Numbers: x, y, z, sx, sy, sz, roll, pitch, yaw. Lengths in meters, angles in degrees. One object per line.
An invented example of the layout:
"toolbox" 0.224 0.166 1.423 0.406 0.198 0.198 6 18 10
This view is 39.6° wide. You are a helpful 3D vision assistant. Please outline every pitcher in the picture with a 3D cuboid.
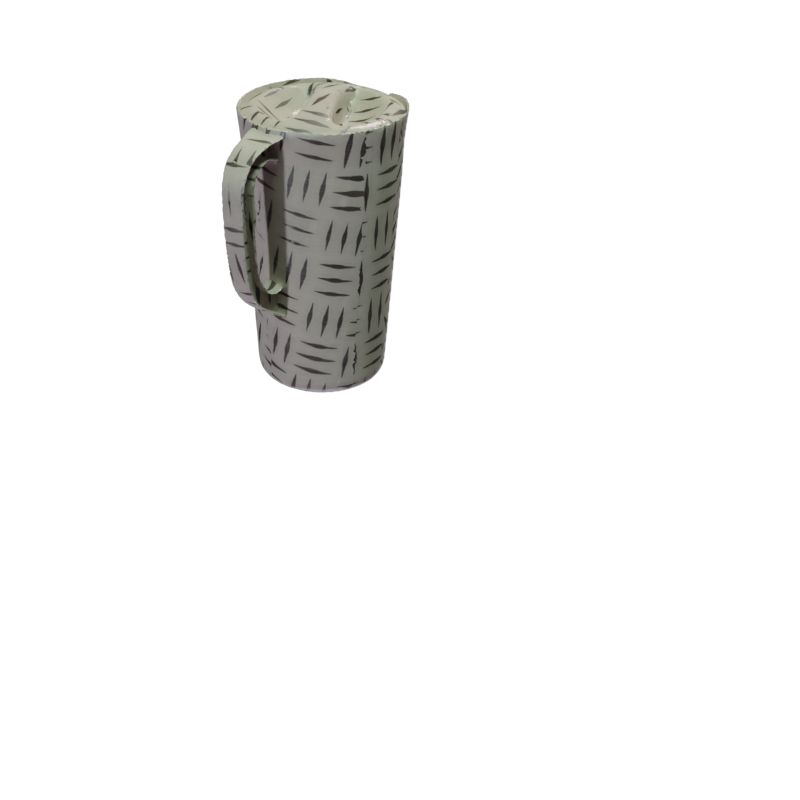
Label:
"pitcher" -0.070 -0.128 0.897 0.148 0.229 0.155 -3 29 -9
